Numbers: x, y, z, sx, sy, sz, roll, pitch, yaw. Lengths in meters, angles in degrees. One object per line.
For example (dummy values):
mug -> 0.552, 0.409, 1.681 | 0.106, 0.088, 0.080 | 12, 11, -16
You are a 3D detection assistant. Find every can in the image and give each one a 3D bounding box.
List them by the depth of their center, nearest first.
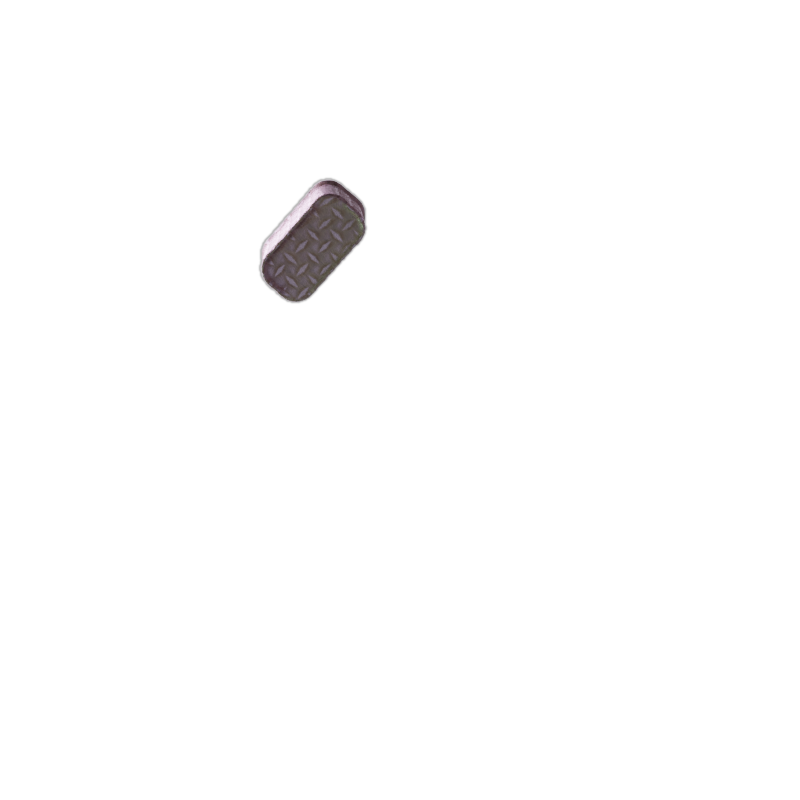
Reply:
can -> -0.075, -0.136, 0.955 | 0.056, 0.101, 0.086 | 41, 8, -12
